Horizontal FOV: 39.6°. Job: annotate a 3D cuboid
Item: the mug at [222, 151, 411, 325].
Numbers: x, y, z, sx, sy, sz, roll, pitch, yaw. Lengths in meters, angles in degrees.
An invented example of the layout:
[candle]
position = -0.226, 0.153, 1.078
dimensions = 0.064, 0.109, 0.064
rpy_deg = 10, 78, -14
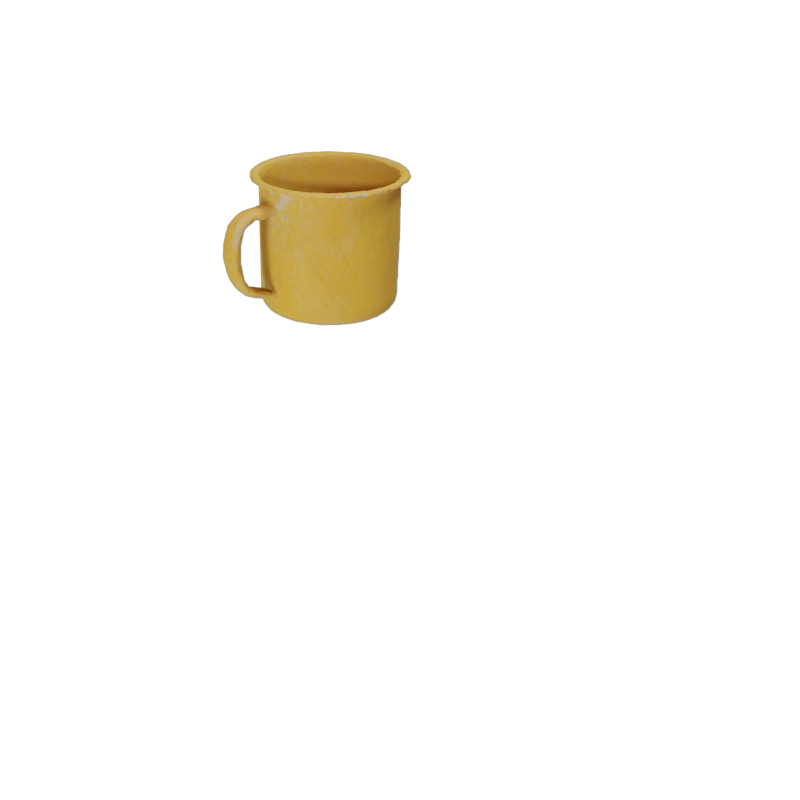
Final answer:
[mug]
position = -0.051, -0.092, 0.645
dimensions = 0.115, 0.078, 0.099
rpy_deg = -19, 31, -36
